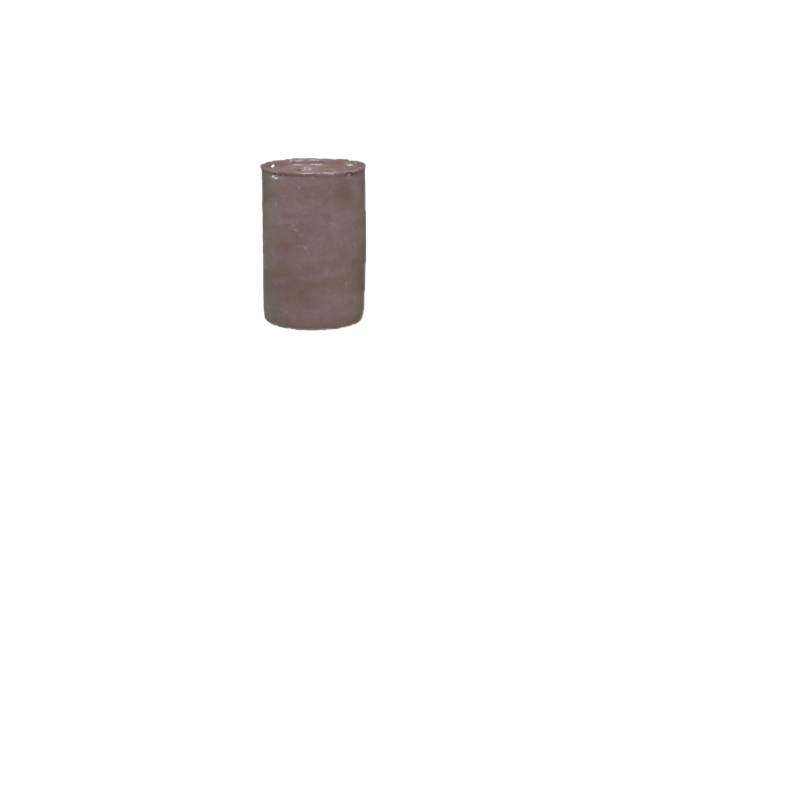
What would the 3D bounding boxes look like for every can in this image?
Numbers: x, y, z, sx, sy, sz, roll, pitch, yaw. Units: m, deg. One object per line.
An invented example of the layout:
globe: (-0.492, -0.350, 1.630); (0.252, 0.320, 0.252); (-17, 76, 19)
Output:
can: (-0.056, -0.103, 0.722); (0.068, 0.099, 0.071); (0, 15, -2)
